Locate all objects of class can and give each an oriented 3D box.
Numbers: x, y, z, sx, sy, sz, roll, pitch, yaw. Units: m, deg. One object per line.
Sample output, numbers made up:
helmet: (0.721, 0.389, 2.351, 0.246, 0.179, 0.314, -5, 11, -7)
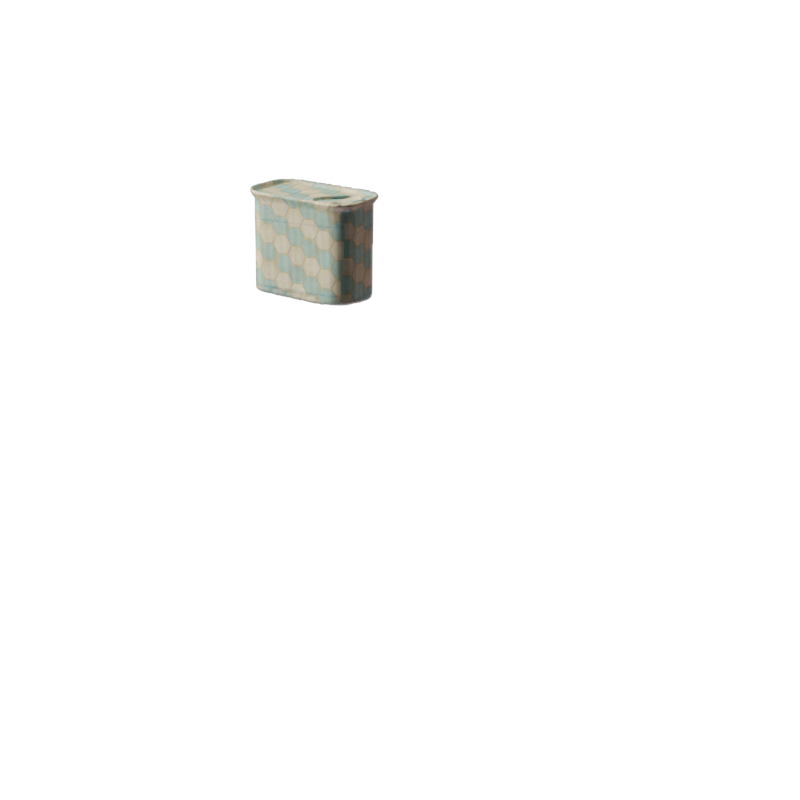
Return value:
can: (-0.069, -0.126, 0.882, 0.107, 0.081, 0.057, 14, 22, 32)
